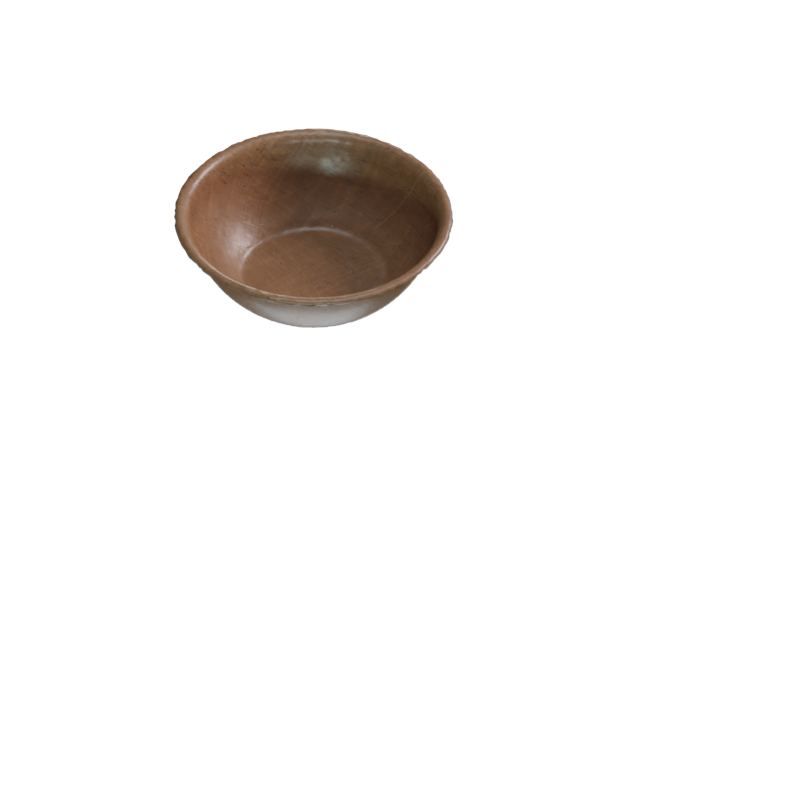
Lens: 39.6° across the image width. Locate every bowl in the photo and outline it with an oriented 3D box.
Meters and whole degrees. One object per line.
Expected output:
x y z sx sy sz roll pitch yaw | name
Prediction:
-0.052 -0.094 0.659 0.162 0.051 0.174 -1 44 -1 | bowl
